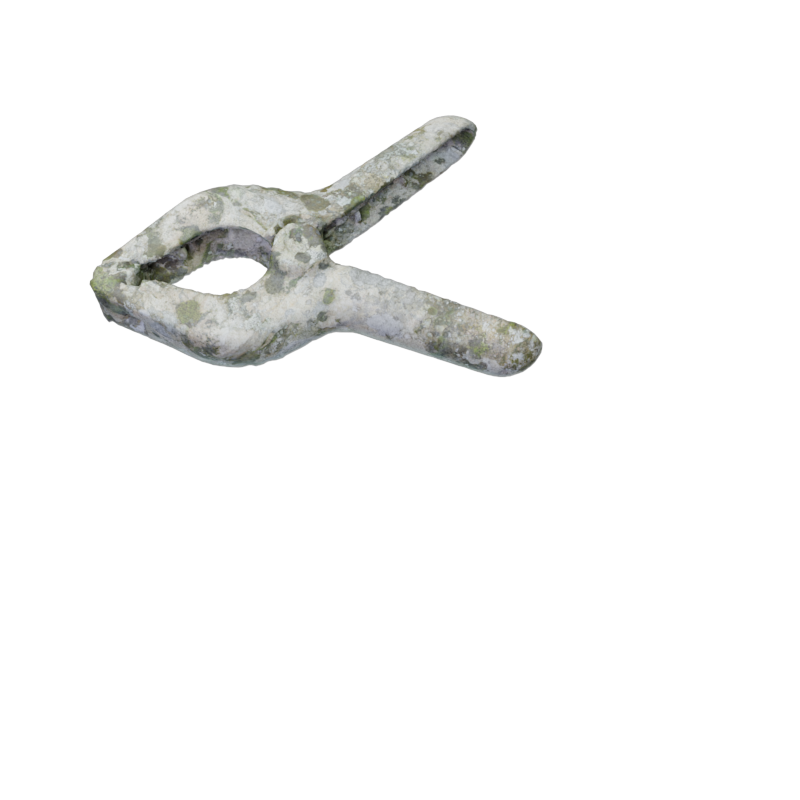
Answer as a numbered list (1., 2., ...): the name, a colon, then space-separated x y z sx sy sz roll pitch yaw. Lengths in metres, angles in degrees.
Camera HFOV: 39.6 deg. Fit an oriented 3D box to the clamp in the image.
1. clamp: -0.035 -0.064 0.446 0.171 0.129 0.037 0 -37 -1
